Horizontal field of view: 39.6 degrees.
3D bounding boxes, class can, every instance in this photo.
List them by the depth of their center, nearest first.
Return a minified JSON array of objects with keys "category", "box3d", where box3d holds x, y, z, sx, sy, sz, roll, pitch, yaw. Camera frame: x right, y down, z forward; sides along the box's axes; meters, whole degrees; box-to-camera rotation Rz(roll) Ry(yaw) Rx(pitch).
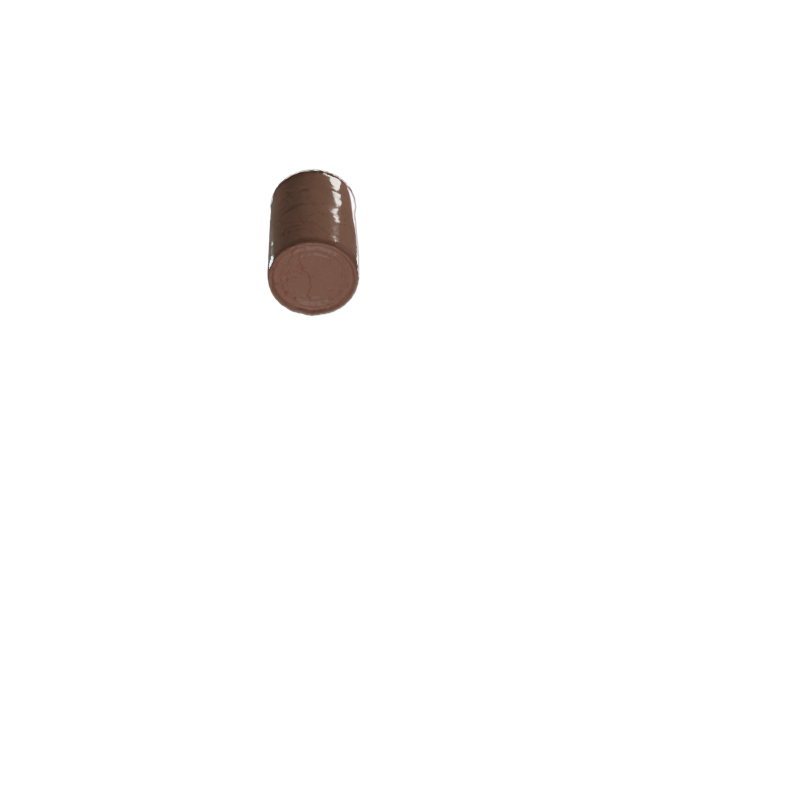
[{"category":"can","box3d":[-0.065,-0.119,0.835,0.068,0.064,0.109,-1,38,-3]}]
